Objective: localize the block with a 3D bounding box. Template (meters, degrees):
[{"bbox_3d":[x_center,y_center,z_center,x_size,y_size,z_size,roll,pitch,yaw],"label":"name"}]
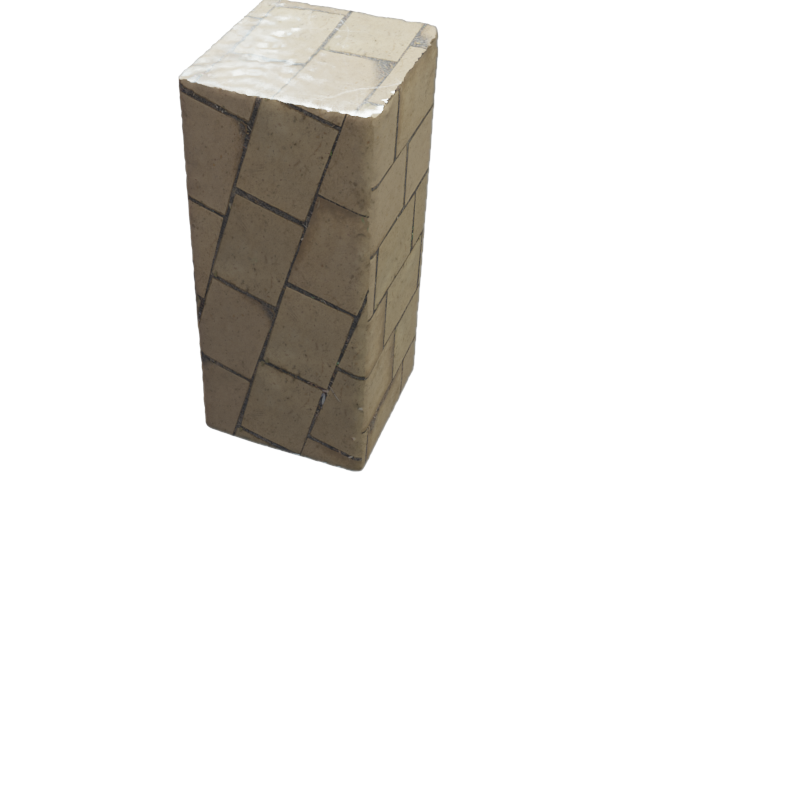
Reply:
[{"bbox_3d":[-0.042,-0.077,0.539,0.093,0.192,0.094,15,41,14],"label":"block"}]
